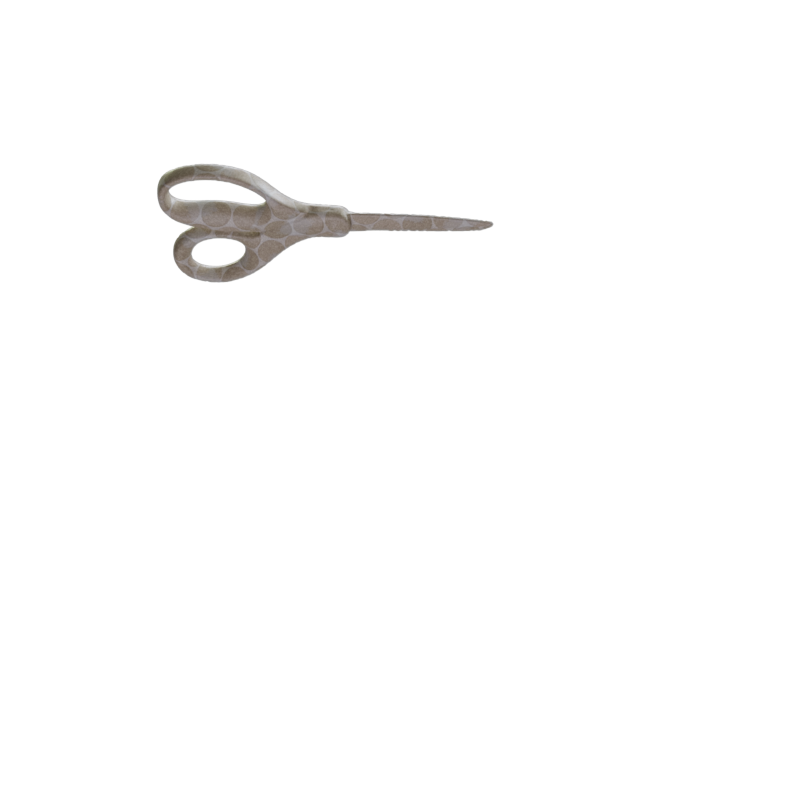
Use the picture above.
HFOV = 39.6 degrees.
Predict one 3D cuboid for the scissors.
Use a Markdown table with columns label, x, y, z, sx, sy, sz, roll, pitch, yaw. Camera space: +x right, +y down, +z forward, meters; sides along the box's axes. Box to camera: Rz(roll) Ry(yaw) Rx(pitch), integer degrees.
| label | x | y | z | sx | sy | sz | roll | pitch | yaw |
| --- | --- | --- | --- | --- | --- | --- | --- | --- | --- |
| scissors | -0.054 | -0.098 | 0.685 | 0.197 | 0.017 | 0.092 | 12 | -45 | -13 |
